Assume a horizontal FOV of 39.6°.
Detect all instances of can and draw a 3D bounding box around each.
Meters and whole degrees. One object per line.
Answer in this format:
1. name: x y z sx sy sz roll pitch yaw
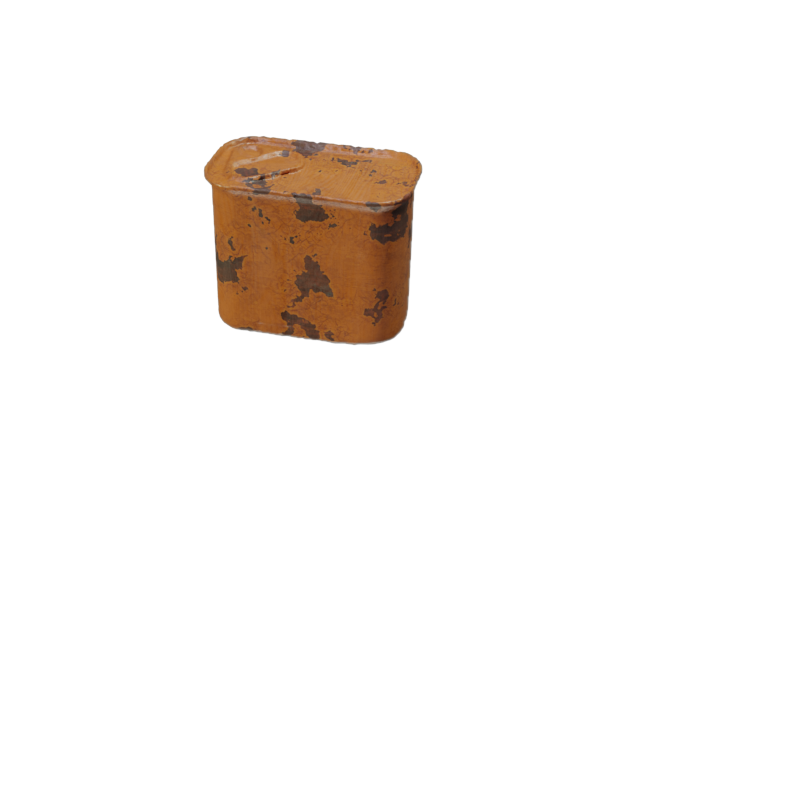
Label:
1. can: -0.043 -0.079 0.550 0.104 0.079 0.060 9 34 11
